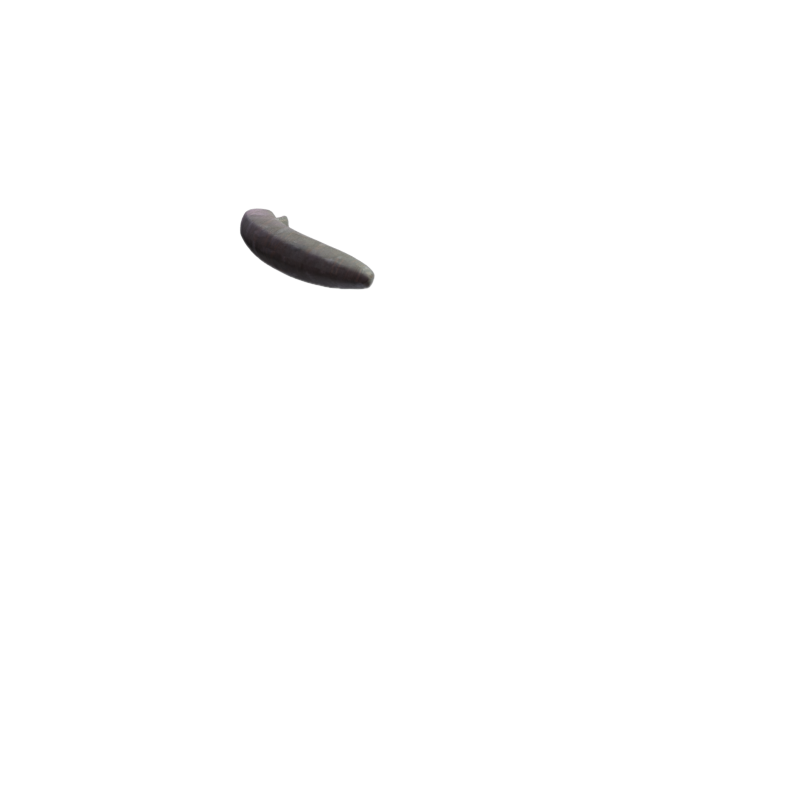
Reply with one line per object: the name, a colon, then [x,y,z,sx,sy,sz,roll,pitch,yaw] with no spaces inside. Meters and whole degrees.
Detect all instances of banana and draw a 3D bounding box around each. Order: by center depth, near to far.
banana: [-0.094,-0.136,0.963,0.068,0.035,0.212,-11,28,-23]
